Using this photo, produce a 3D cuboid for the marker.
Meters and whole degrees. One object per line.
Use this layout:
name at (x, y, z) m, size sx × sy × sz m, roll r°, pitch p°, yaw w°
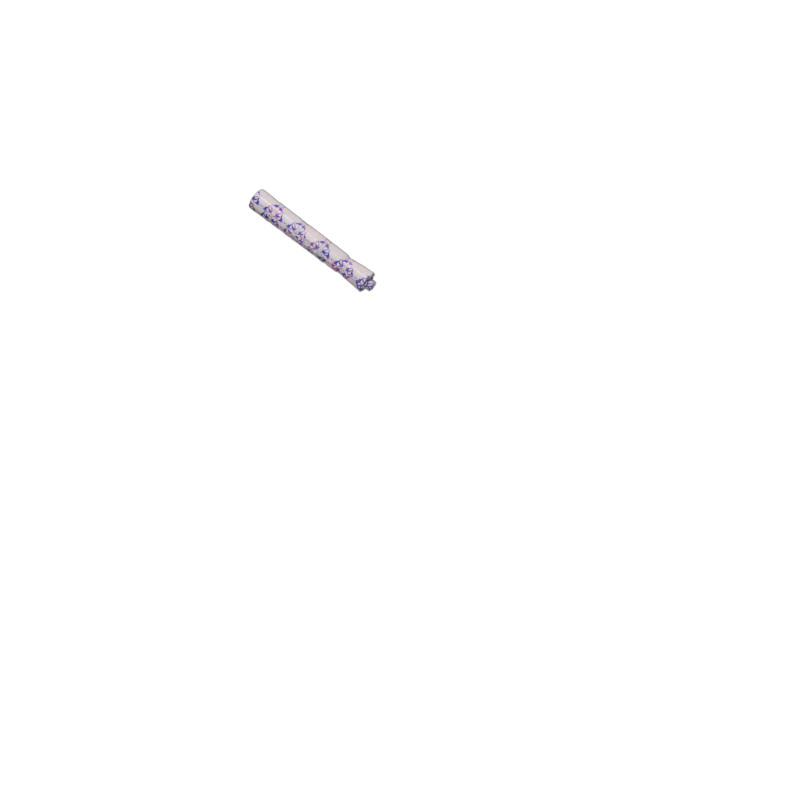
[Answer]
marker at (-0.069, -0.125, 0.876) m, size 0.126 × 0.019 × 0.019 m, roll 38°, pitch 14°, yaw 15°
